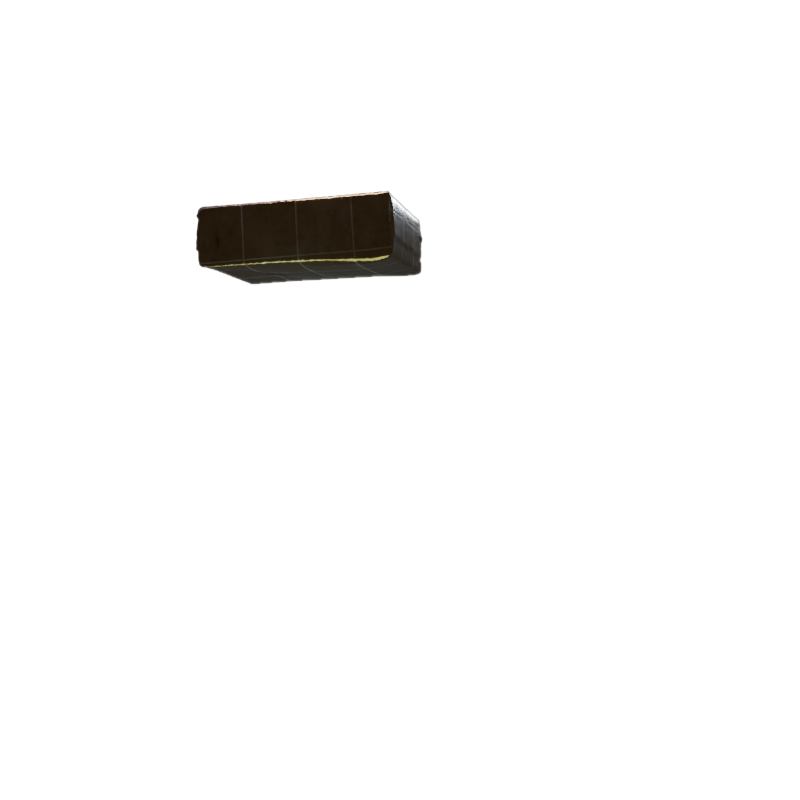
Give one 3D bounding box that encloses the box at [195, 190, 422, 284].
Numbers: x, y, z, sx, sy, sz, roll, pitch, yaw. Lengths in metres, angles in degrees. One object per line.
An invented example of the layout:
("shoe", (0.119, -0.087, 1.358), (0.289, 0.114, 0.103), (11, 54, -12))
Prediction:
("box", (-0.050, -0.092, 0.643), (0.115, 0.039, 0.087), (0, -1, 14))
